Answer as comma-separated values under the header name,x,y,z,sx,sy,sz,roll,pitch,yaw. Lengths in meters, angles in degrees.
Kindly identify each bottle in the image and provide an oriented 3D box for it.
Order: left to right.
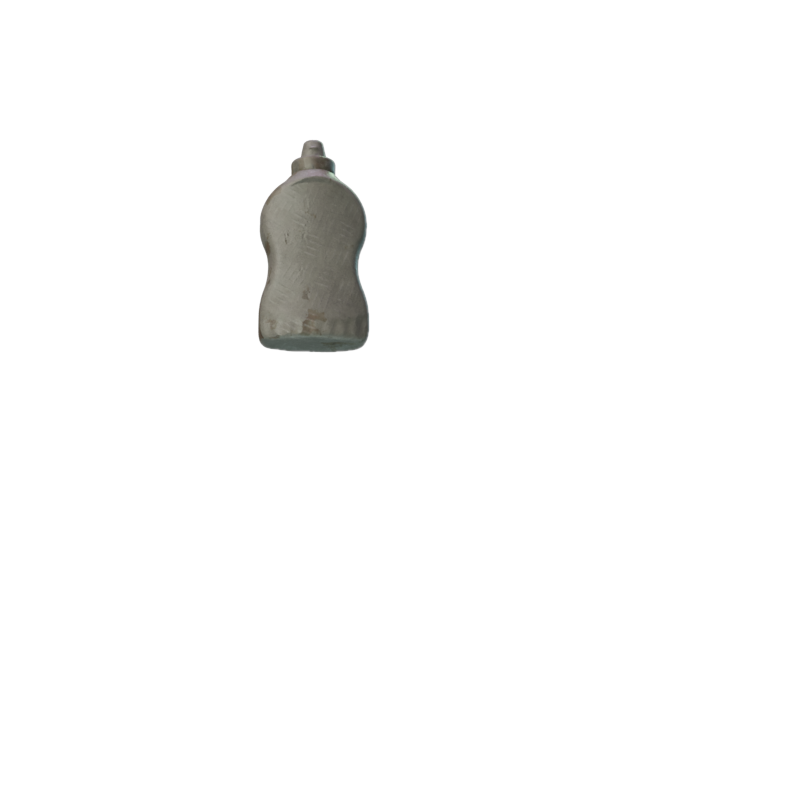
name,x,y,z,sx,sy,sz,roll,pitch,yaw
bottle,-0.077,-0.142,0.990,0.096,0.200,0.056,0,-18,-4
